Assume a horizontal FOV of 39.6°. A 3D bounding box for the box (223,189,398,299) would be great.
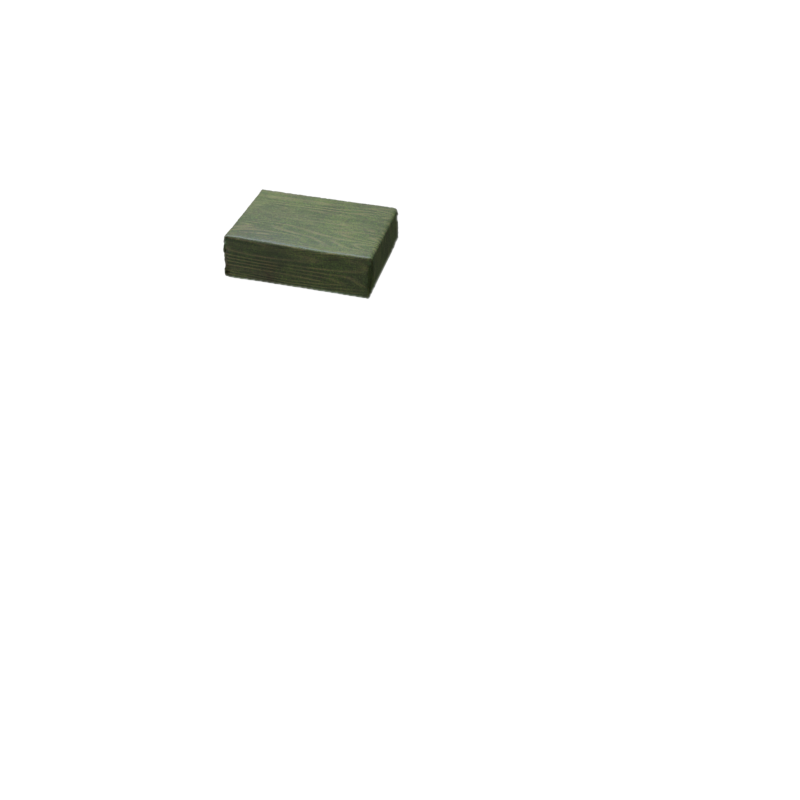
[{"bbox_3d":[-0.065,-0.118,0.828,0.116,0.037,0.093,7,31,12],"label":"box"}]
